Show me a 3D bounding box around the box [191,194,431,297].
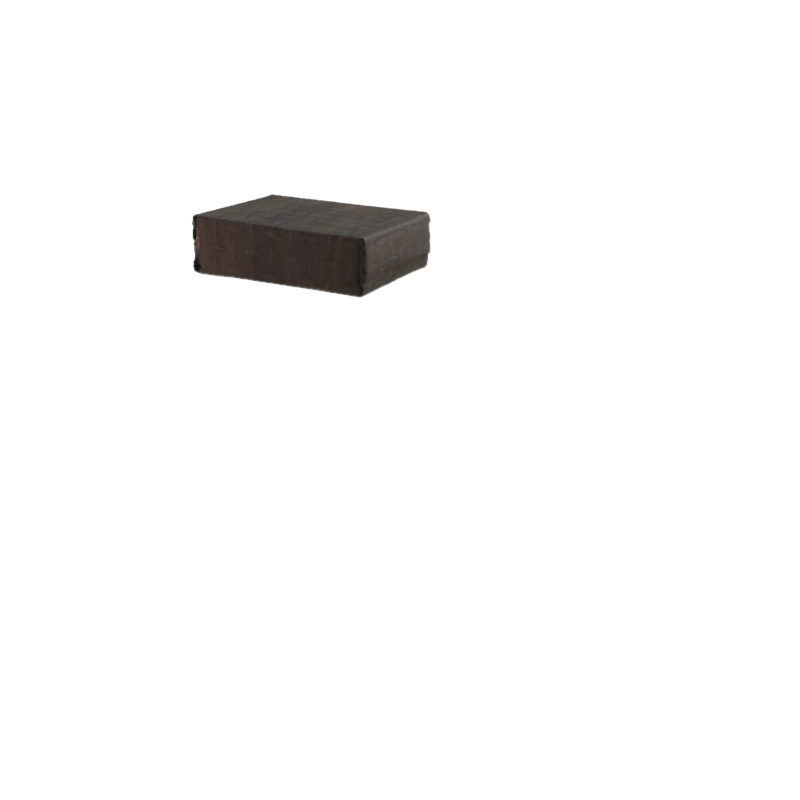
[{"bbox_3d":[-0.051,-0.092,0.646,0.118,0.038,0.089,9,19,26],"label":"box"}]
